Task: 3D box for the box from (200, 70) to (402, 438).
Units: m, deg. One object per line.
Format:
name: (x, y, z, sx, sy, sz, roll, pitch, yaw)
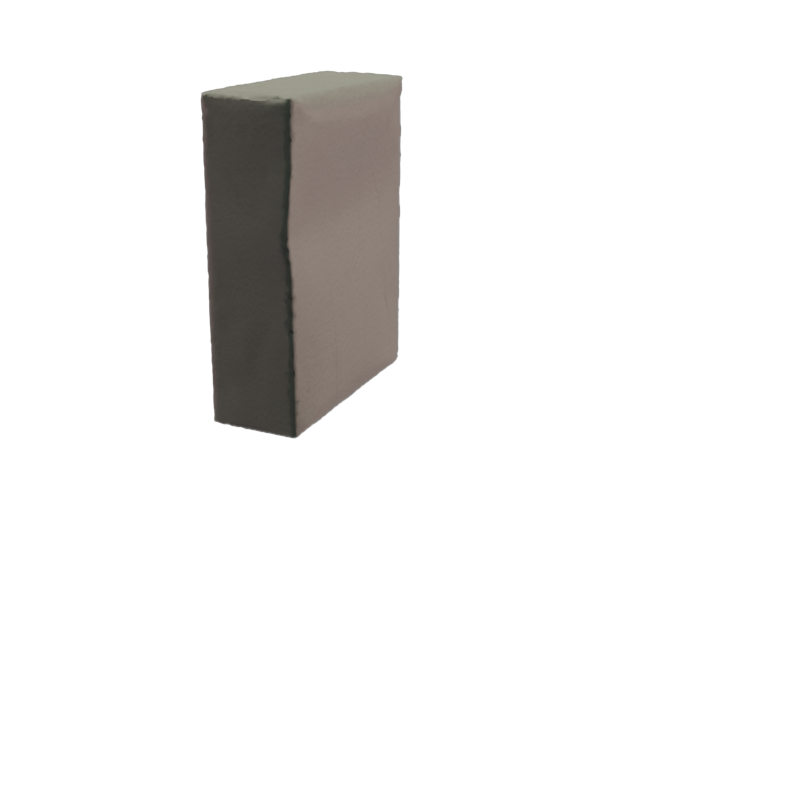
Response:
box: (-0.058, -0.106, 0.741, 0.074, 0.206, 0.164, 8, 18, 23)
